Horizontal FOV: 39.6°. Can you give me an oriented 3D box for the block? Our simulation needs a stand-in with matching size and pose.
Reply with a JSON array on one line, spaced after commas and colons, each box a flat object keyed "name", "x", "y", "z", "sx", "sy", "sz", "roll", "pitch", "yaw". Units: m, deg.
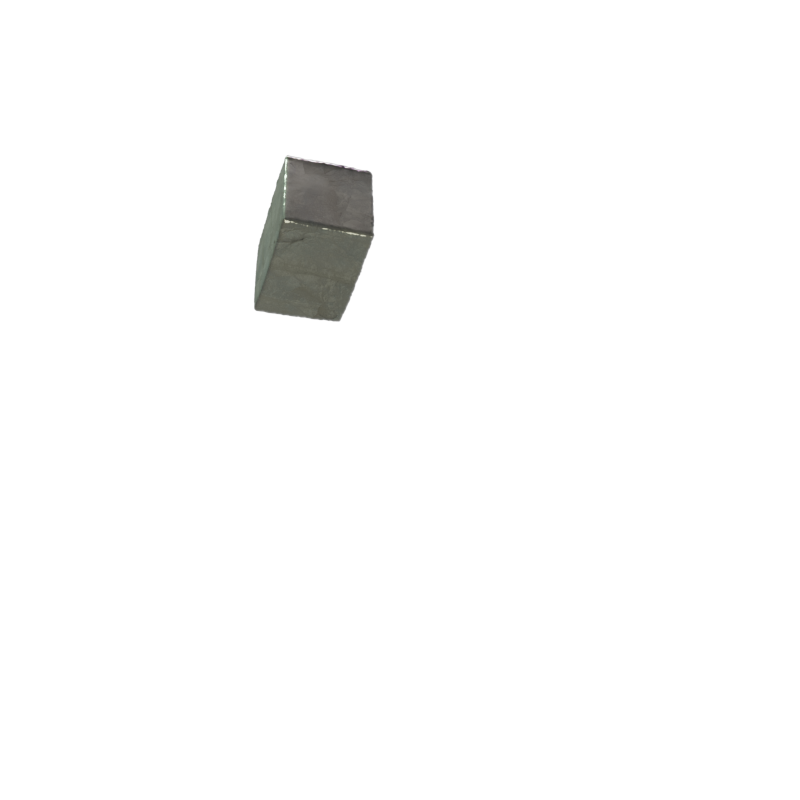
[{"name": "block", "x": -0.049, "y": -0.090, "z": 0.632, "sx": 0.052, "sy": 0.055, "sz": 0.074, "roll": 10, "pitch": -41, "yaw": -14}]
